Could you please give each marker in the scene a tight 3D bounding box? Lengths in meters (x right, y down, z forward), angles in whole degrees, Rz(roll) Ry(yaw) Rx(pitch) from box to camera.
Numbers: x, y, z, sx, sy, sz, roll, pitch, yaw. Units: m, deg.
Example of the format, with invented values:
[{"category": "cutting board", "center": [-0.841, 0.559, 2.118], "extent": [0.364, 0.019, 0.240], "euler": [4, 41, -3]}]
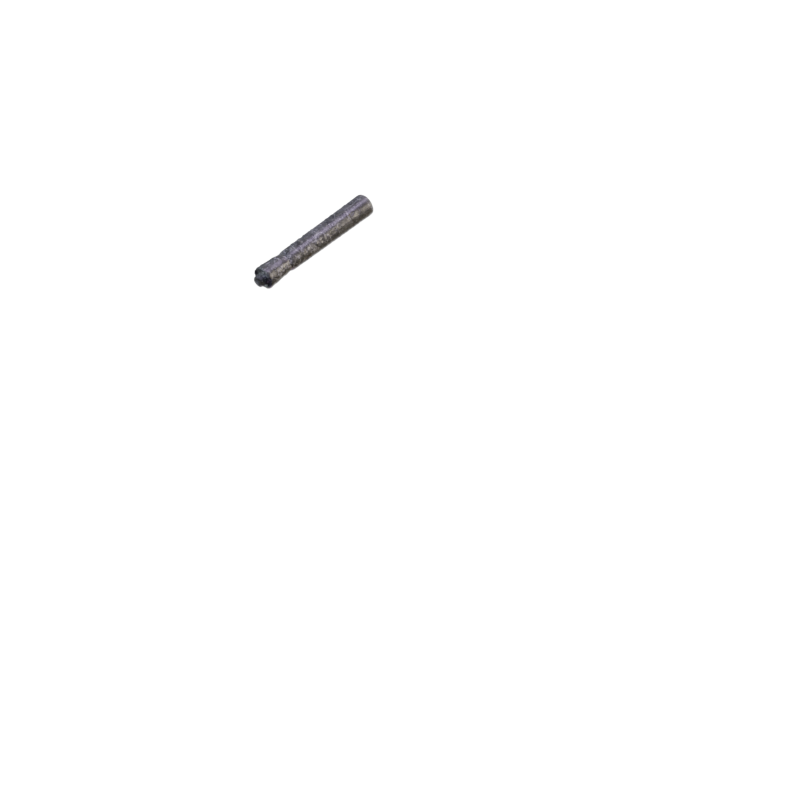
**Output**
[{"category": "marker", "center": [-0.067, -0.123, 0.860], "extent": [0.021, 0.019, 0.122], "euler": [4, 37, 49]}]
